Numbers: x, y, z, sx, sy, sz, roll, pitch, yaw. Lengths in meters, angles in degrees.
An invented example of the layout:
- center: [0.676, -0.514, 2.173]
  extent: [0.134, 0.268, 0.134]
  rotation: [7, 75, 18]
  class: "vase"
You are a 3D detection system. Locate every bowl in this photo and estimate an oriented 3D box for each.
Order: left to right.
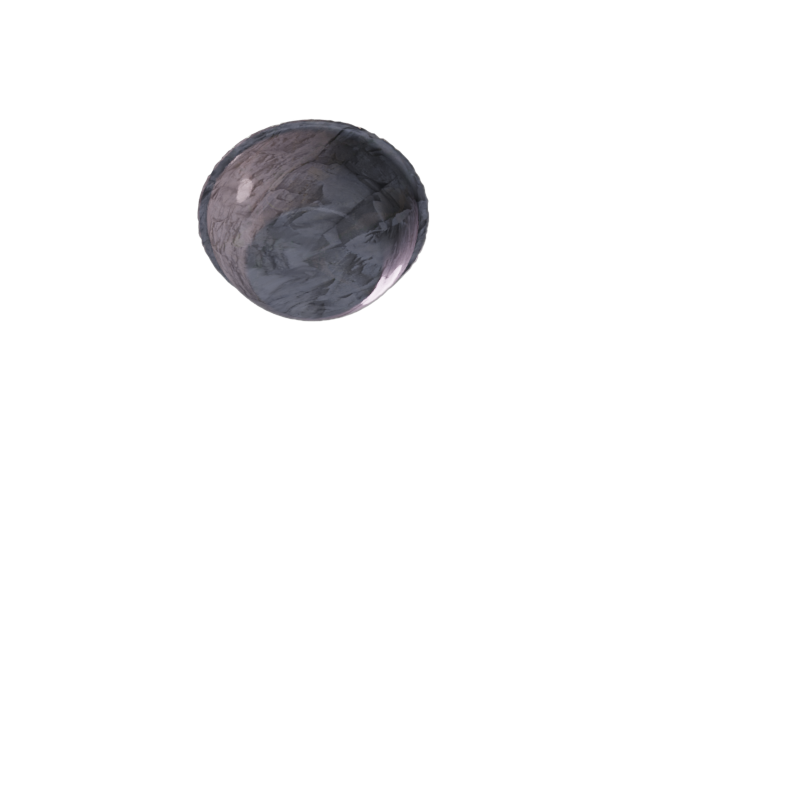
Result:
- center: [-0.059, -0.108, 0.753]
  extent: [0.162, 0.151, 0.059]
  rotation: [1, 37, -1]
  class: "bowl"
